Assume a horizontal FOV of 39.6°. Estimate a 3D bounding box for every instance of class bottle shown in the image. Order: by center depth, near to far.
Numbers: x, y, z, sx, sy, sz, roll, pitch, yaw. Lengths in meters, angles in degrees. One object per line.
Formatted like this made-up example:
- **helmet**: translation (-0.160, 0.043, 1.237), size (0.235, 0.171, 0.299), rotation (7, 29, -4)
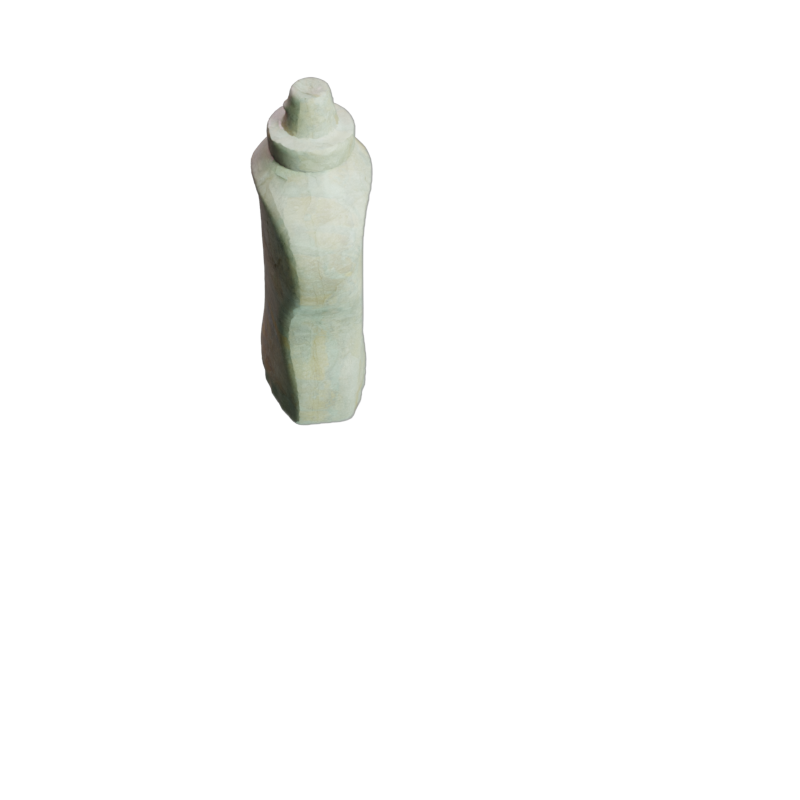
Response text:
- **bottle**: translation (-0.044, -0.080, 0.561), size (0.058, 0.104, 0.179), rotation (-4, -41, -7)
